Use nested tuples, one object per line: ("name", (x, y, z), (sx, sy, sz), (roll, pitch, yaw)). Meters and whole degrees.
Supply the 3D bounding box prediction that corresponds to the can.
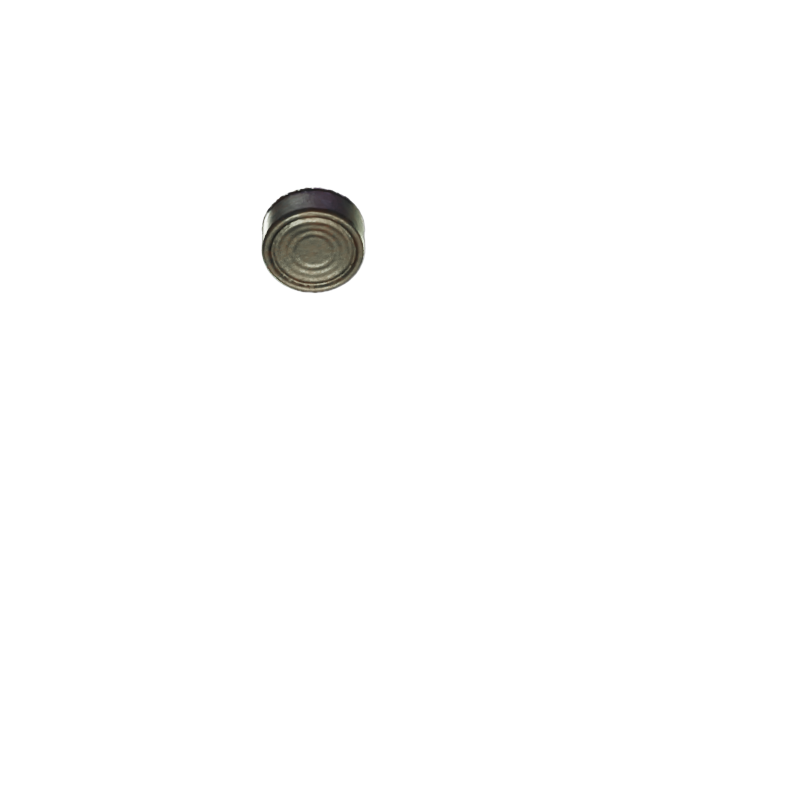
("can", (-0.071, -0.130, 0.908), (0.086, 0.080, 0.036), (1, 40, -1))
